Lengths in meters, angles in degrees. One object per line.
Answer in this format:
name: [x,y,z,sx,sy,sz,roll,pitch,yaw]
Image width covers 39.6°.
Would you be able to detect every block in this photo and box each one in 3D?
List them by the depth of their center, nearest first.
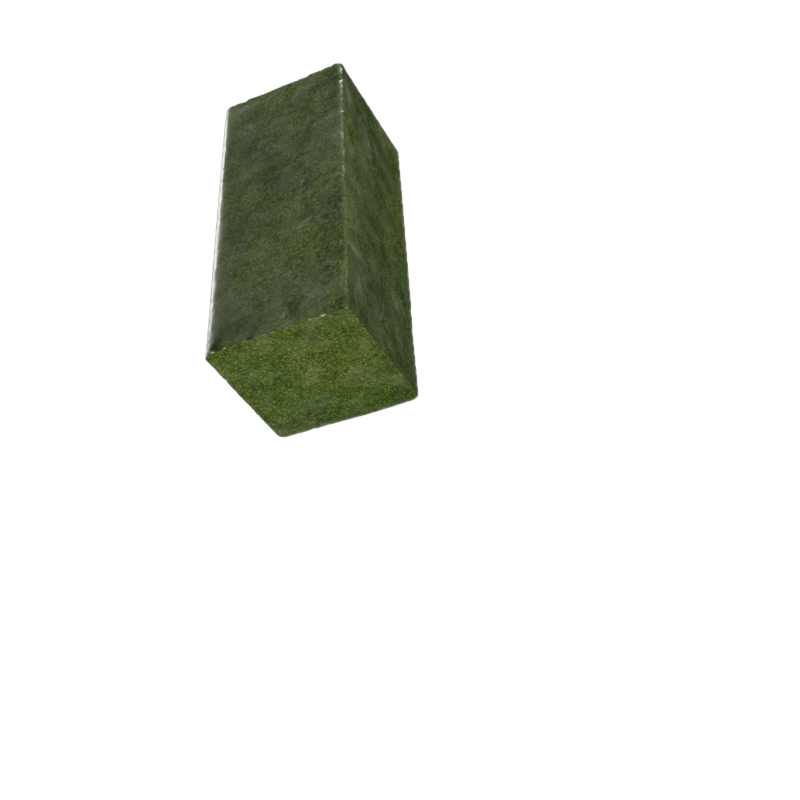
block: [-0.053,-0.096,0.673,0.091,0.221,0.084,-19,-43,18]
